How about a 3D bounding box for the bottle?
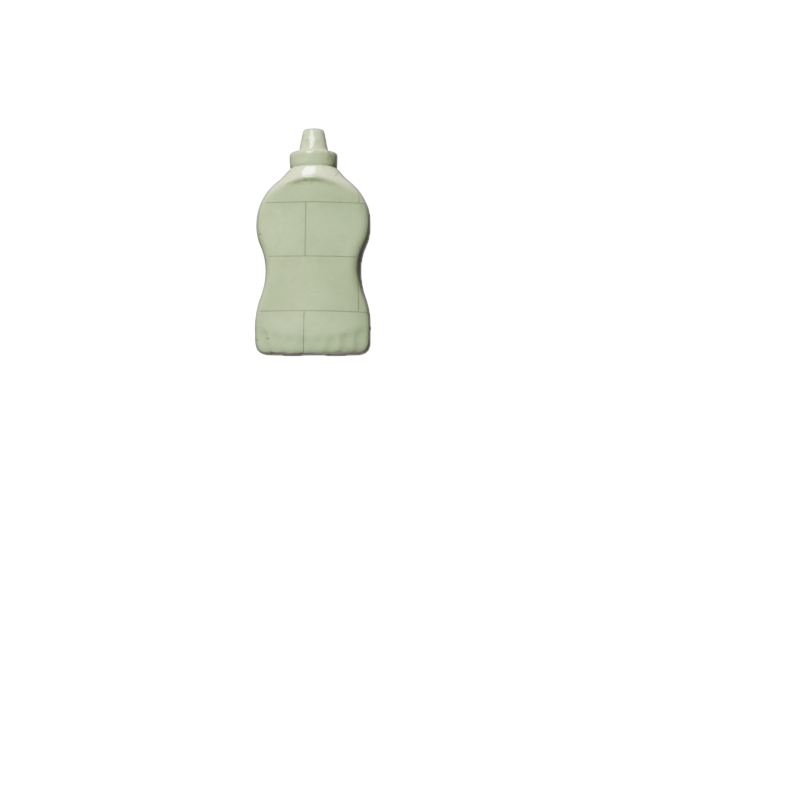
[{"bbox_3d":[-0.073,-0.134,0.935,0.097,0.194,0.057,-1,-5,5],"label":"bottle"}]
